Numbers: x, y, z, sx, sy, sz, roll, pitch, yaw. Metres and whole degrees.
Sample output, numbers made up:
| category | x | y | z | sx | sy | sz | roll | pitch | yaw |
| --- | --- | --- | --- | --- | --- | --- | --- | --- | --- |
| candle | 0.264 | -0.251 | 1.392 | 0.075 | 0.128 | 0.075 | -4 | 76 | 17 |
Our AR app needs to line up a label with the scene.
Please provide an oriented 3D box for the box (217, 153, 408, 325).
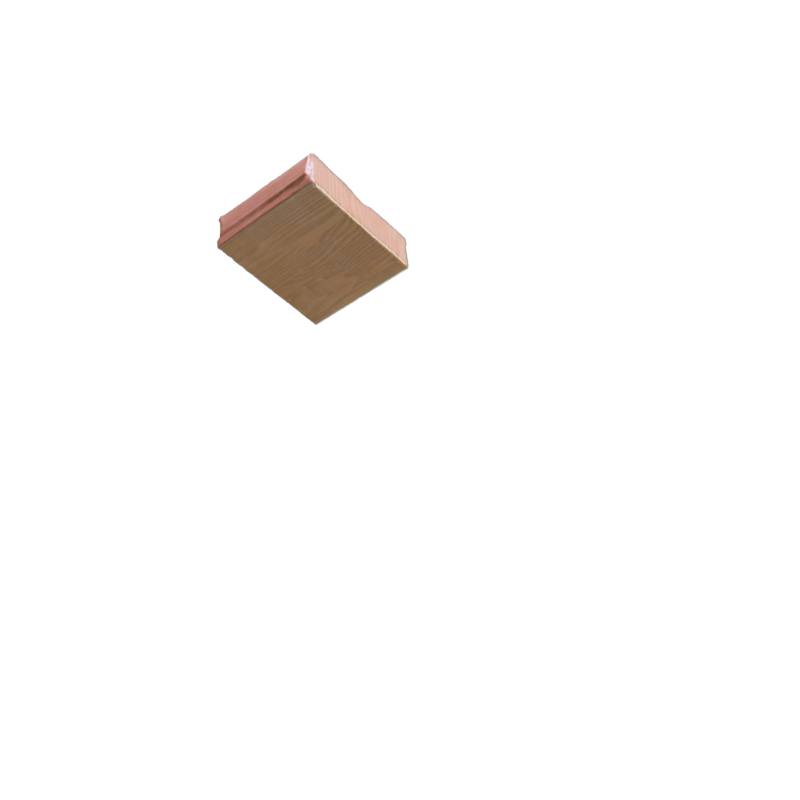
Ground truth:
| category | x | y | z | sx | sy | sz | roll | pitch | yaw |
| --- | --- | --- | --- | --- | --- | --- | --- | --- | --- |
| box | -0.051 | -0.092 | 0.646 | 0.073 | 0.032 | 0.083 | -32 | -53 | 27 |
